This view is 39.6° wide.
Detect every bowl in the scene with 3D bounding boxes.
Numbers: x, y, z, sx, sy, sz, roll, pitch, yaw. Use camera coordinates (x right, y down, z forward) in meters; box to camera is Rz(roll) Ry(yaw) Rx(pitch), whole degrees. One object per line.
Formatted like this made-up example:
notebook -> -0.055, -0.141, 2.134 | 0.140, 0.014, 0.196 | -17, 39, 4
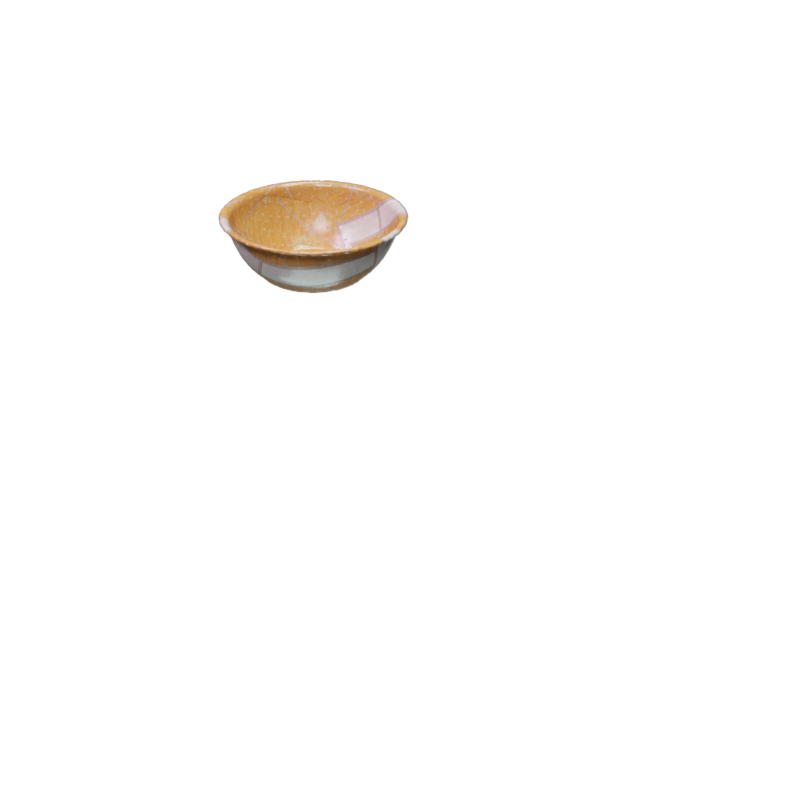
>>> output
bowl -> -0.075, -0.137, 0.957 | 0.162, 0.052, 0.172 | -1, 30, -2
